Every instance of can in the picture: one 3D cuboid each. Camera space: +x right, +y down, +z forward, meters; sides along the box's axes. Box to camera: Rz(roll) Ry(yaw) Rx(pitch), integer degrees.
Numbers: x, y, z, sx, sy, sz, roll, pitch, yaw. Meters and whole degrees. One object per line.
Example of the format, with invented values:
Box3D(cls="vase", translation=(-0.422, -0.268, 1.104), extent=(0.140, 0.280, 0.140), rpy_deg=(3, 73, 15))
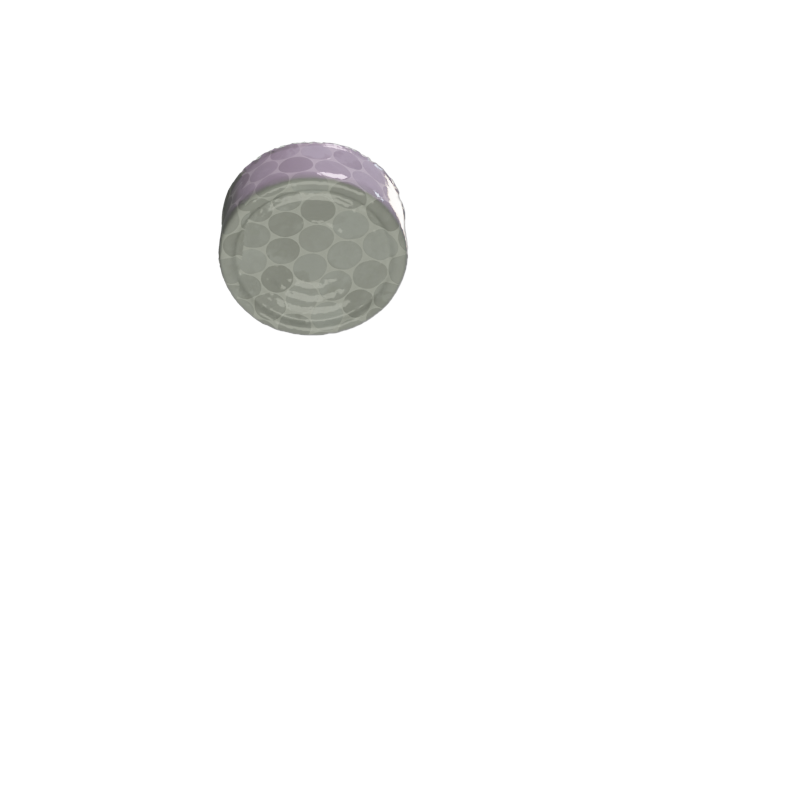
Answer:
Box3D(cls="can", translation=(-0.039, -0.072, 0.503), extent=(0.086, 0.080, 0.036), rpy_deg=(1, 34, -1))
